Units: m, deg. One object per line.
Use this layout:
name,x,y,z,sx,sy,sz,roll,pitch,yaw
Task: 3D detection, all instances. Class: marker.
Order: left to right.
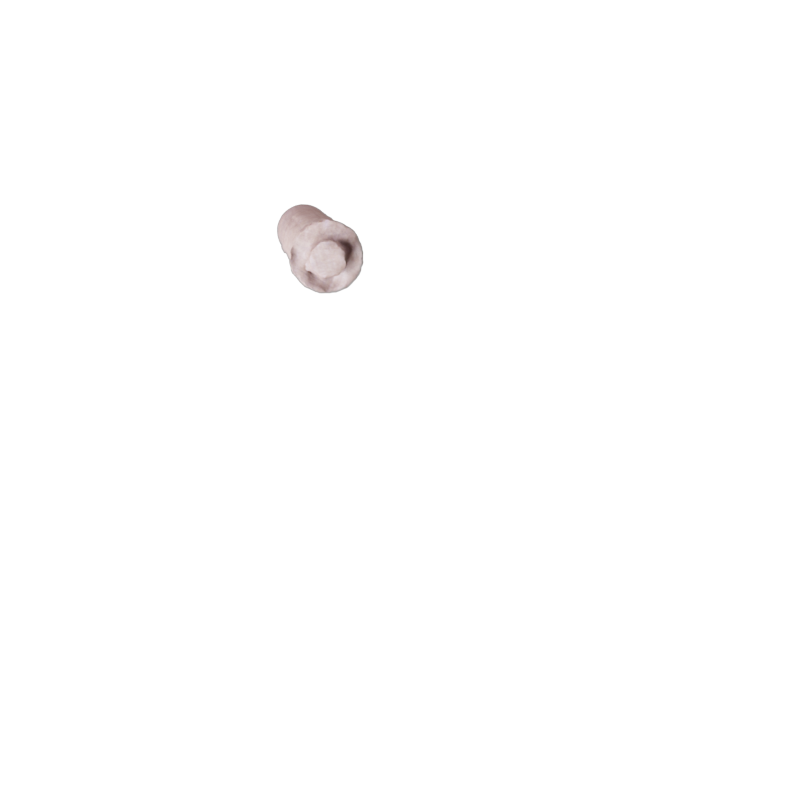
marker,-0.026,-0.048,0.333,0.020,0.019,0.124,-1,12,-7
